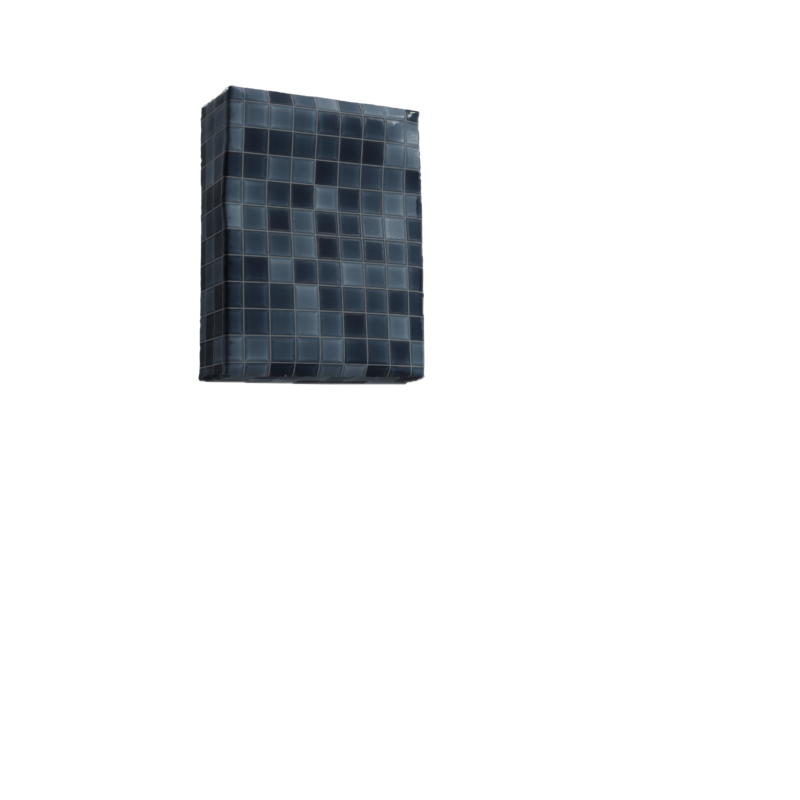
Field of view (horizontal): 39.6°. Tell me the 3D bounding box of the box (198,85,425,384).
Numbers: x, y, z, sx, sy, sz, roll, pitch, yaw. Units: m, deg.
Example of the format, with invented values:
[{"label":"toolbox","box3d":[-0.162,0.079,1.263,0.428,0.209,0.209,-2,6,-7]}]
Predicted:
[{"label":"box","box3d":[-0.066,-0.120,0.841,0.159,0.219,0.073,3,-10,-25]}]
